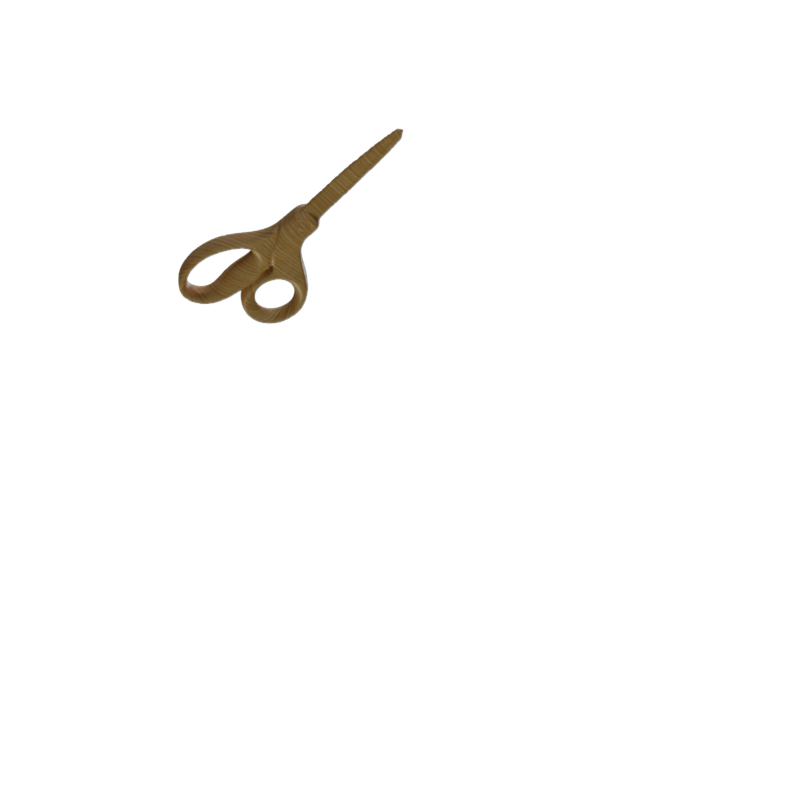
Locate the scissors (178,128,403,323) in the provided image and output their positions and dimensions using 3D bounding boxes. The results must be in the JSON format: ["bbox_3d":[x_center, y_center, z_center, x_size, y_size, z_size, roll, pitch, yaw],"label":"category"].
[{"bbox_3d":[-0.057,-0.103,0.723,0.202,0.017,0.089,-23,-43,27],"label":"scissors"}]
